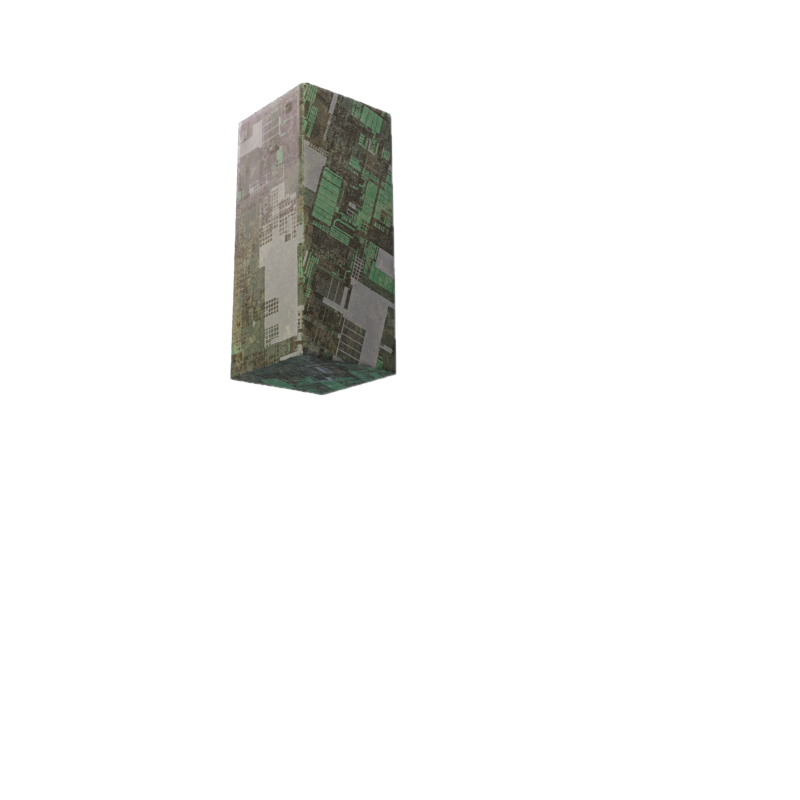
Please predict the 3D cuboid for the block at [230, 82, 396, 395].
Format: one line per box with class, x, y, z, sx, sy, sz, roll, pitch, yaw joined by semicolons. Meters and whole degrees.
block;-0.064;-0.118;0.830;0.085;0.216;0.091;14;-24;-38
